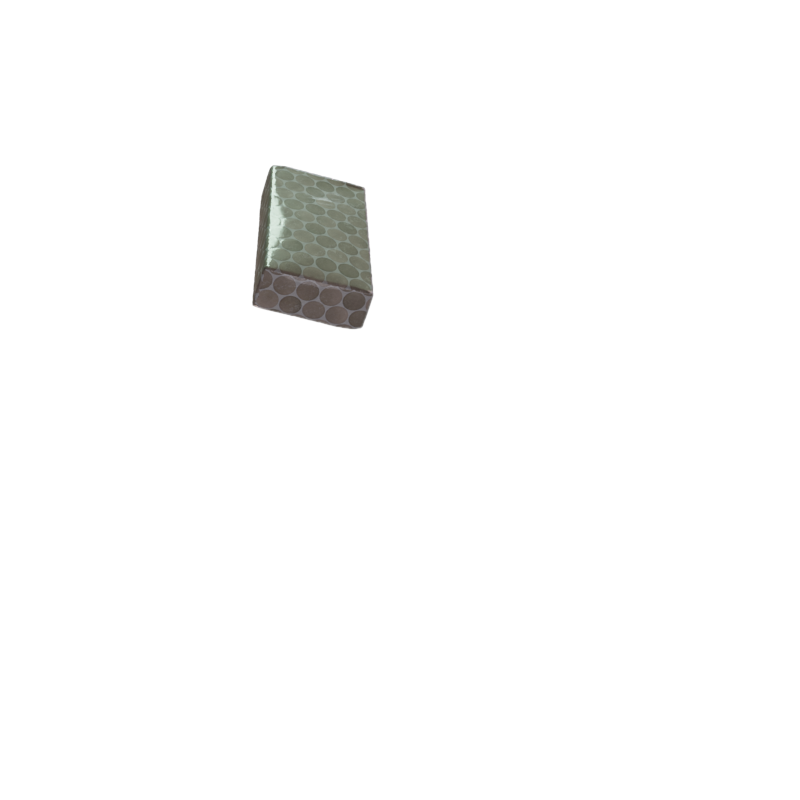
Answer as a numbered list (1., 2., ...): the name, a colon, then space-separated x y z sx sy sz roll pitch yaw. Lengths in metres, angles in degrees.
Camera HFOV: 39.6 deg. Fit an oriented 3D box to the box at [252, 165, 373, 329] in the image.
1. box: -0.075 -0.136 0.952 0.091 0.046 0.189 12 38 -13
